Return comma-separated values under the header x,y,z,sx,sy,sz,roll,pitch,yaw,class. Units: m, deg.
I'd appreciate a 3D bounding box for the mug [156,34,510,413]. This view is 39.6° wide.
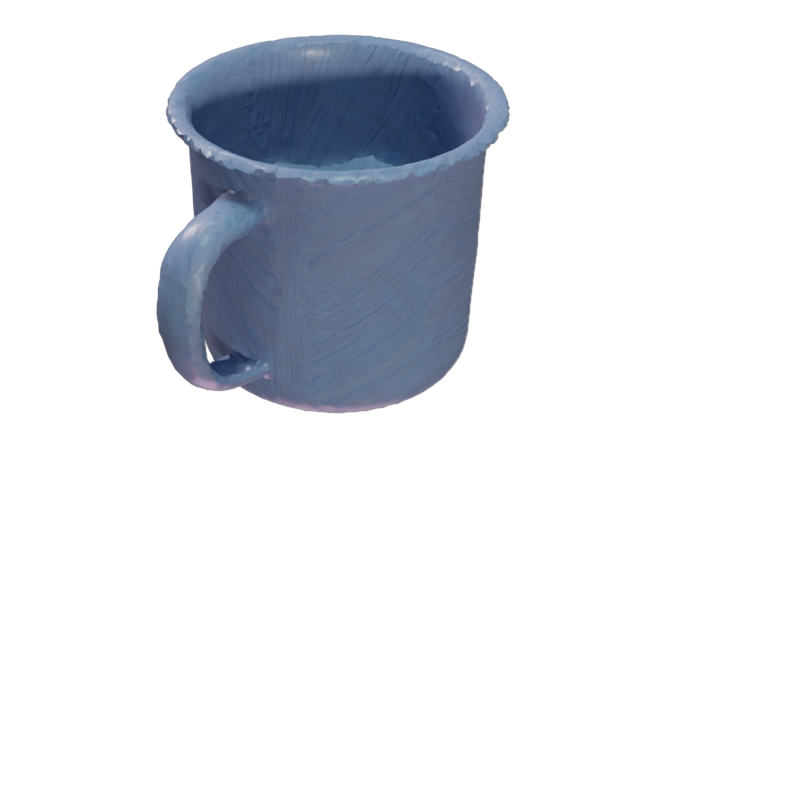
x,y,z,sx,sy,sz,roll,pitch,yaw,class
-0.025,-0.045,0.314,0.098,0.076,0.119,20,41,24,mug
